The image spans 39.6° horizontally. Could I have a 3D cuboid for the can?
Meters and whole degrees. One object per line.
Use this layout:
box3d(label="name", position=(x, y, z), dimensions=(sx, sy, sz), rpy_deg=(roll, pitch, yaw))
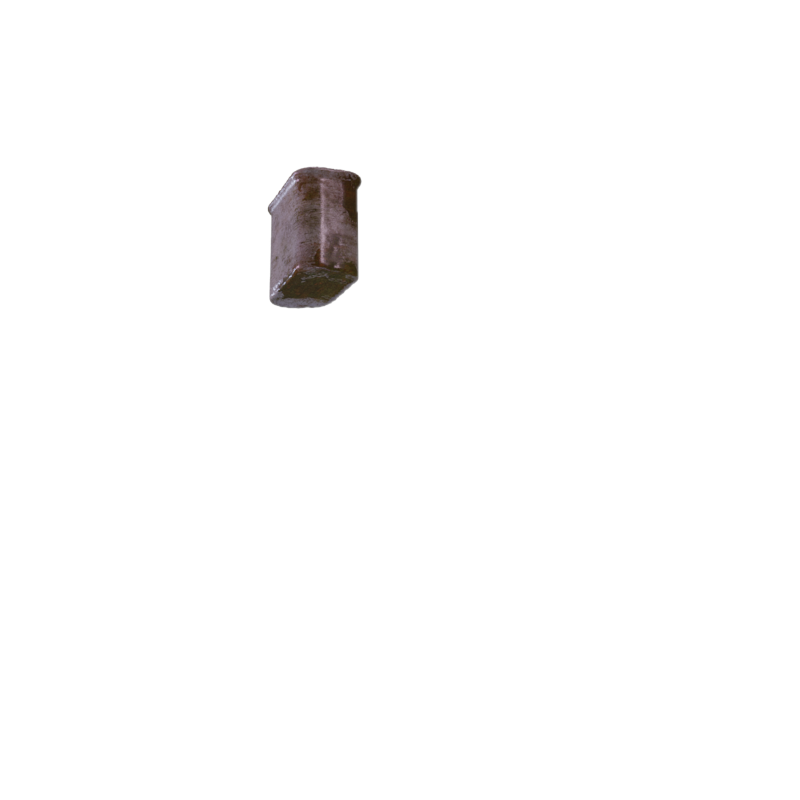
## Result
box3d(label="can", position=(-0.069, -0.126, 0.885), dimensions=(0.056, 0.088, 0.100), rpy_deg=(6, -18, -21))
